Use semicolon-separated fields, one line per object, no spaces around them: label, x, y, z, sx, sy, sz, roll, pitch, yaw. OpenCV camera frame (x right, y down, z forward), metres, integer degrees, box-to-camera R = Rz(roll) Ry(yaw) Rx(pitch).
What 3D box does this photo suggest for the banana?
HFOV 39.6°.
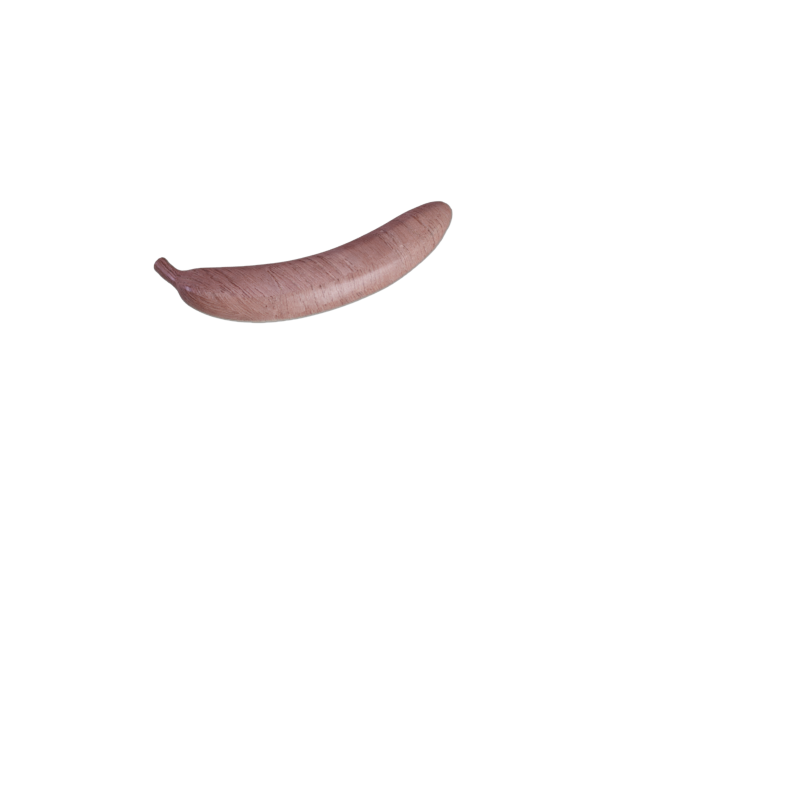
banana;-0.055;-0.085;0.699;0.196;0.075;0.034;-11;-32;-7
